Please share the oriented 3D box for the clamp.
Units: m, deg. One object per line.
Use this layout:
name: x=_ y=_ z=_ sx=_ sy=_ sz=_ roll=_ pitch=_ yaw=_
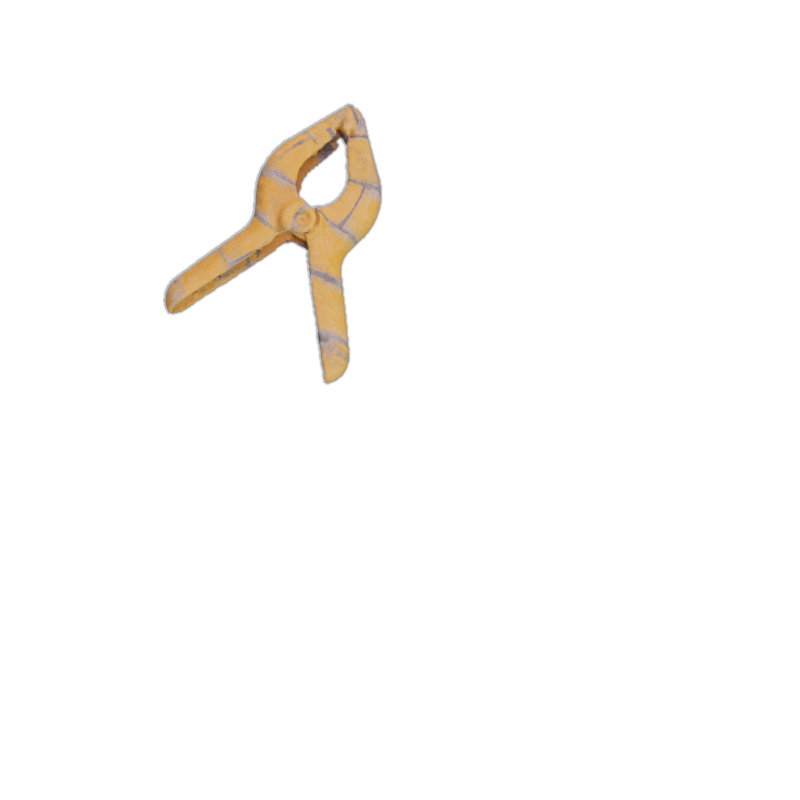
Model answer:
clamp: x=-0.054 y=-0.099 z=0.690 sx=0.121 sy=0.173 sz=0.038 roll=32 pitch=-8 yaw=4
